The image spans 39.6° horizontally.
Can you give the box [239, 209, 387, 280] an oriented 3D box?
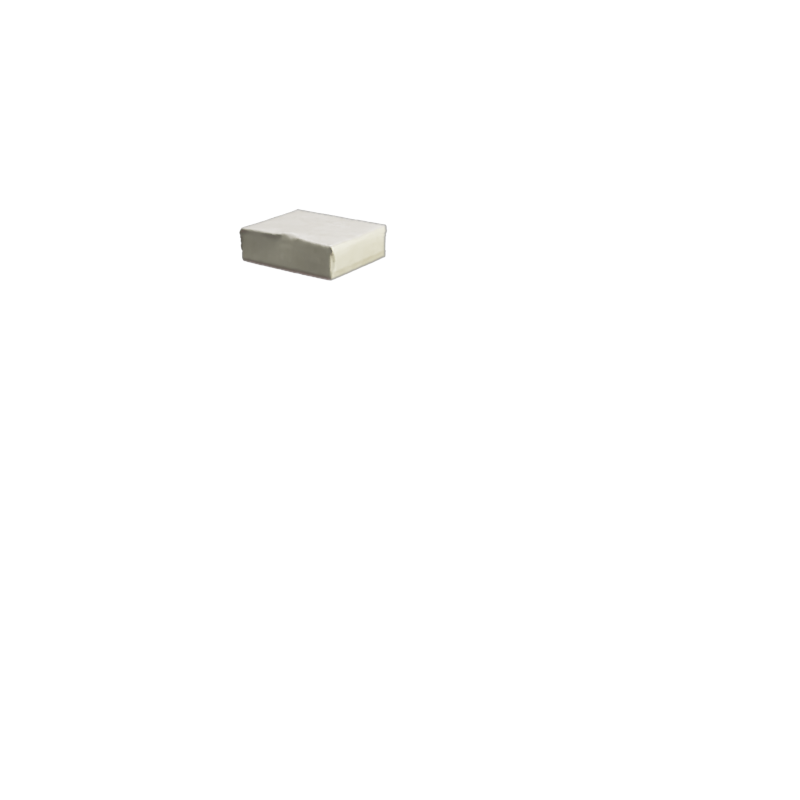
[{"bbox_3d":[-0.067,-0.122,0.852,0.094,0.029,0.073,15,27,32],"label":"box"}]
